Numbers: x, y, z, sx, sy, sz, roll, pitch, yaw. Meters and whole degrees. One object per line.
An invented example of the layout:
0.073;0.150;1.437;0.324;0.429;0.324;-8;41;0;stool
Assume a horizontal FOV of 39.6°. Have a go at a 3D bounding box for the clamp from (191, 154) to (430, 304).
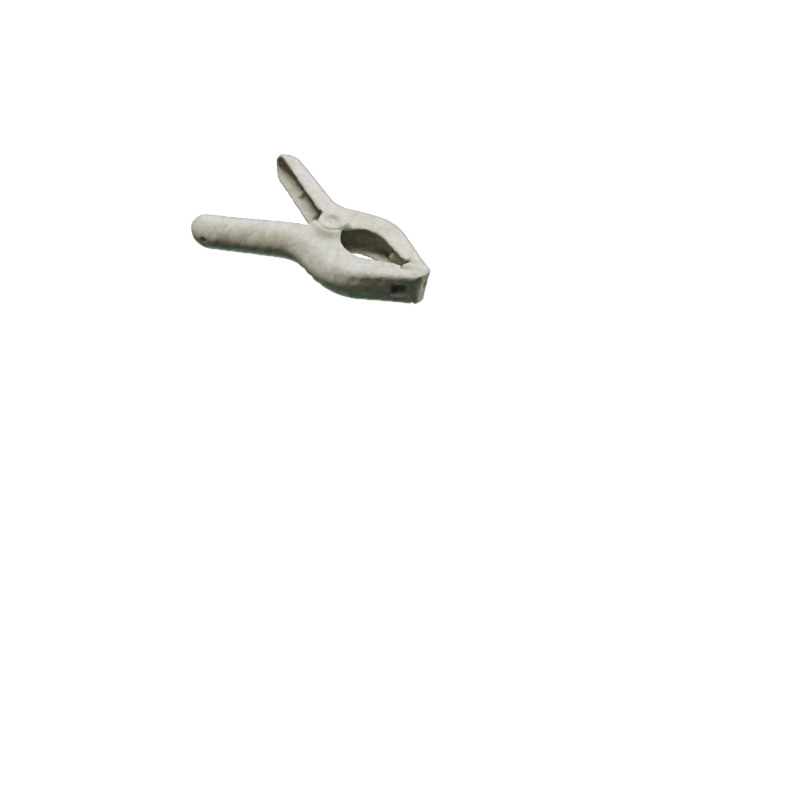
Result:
-0.063;-0.114;0.801;0.182;0.036;0.121;33;55;27;clamp
